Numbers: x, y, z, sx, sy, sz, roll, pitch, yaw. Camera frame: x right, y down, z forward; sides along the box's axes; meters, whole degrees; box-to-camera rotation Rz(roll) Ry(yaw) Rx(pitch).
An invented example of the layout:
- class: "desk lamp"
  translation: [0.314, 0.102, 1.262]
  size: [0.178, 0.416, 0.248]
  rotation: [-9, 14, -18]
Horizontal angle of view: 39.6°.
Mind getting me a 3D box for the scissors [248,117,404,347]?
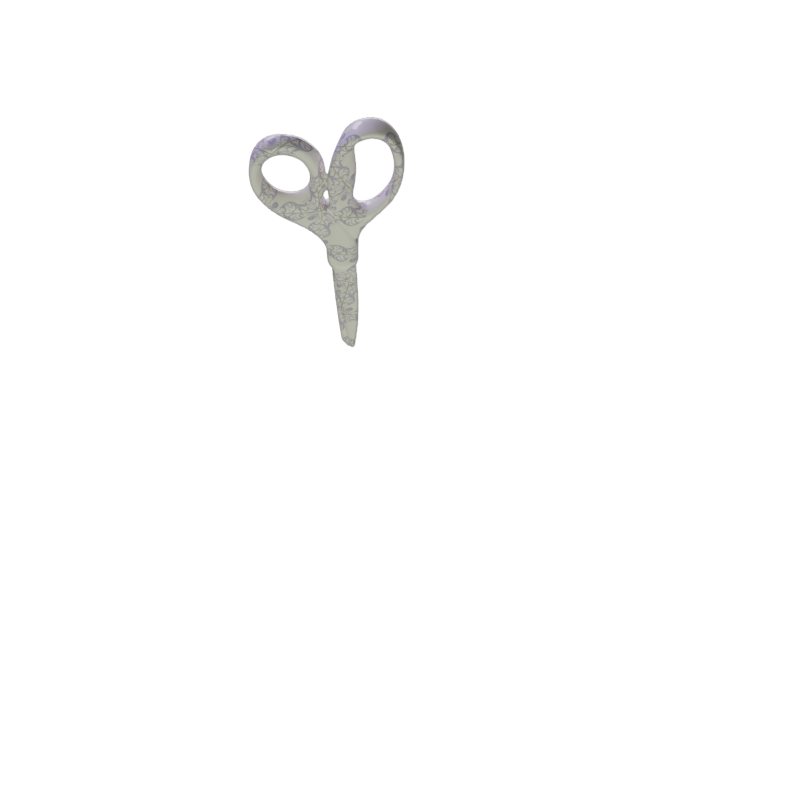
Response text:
- class: "scissors"
  translation: [-0.052, -0.096, 0.669]
  size: [0.095, 0.017, 0.191]
  rotation: [9, -37, -12]
